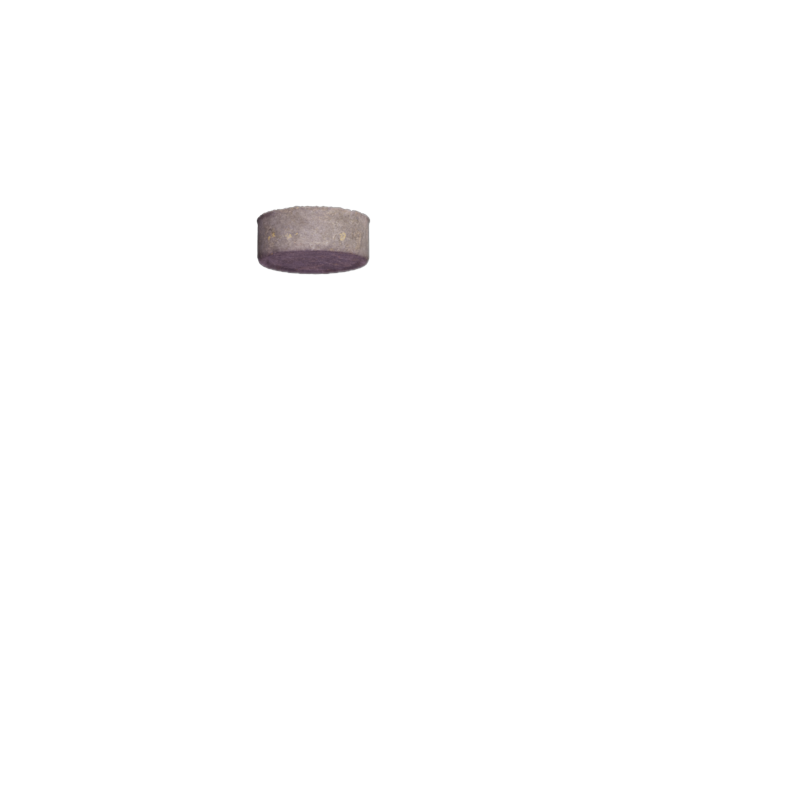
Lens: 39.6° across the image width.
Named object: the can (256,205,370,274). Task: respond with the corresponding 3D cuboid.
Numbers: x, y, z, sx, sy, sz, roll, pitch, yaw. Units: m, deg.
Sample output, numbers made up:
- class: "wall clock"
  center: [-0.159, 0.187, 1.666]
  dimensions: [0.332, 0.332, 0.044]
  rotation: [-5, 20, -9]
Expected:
- class: "can"
  center: [-0.065, -0.119, 0.835]
  dimensions: [0.086, 0.034, 0.084]
  rotation: [0, -7, -2]
